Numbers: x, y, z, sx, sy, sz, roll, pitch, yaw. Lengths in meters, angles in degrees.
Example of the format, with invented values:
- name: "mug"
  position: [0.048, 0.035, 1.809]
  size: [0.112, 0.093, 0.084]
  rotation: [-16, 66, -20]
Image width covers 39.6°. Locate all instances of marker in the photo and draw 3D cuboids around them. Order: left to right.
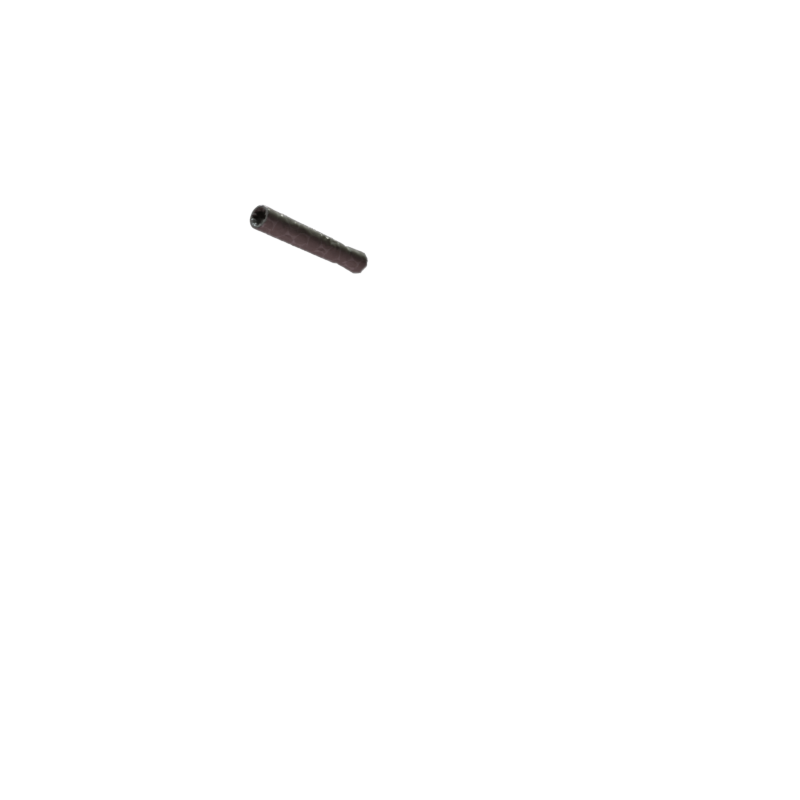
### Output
- name: "marker"
  position: [-0.066, -0.120, 0.841]
  size: [0.021, 0.020, 0.113]
  rotation: [4, -10, 42]
